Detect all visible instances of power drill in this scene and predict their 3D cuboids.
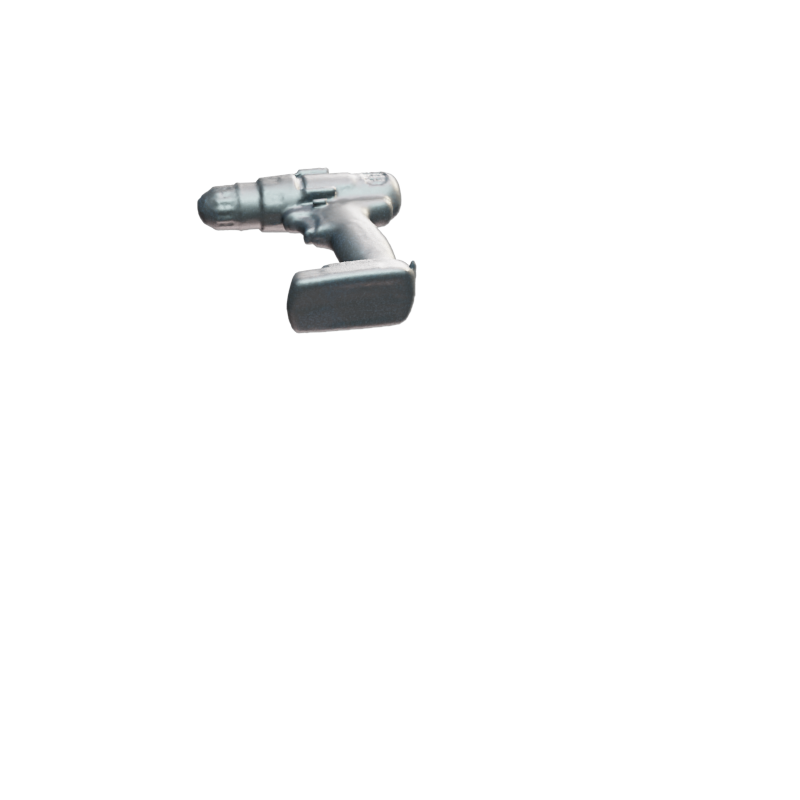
[{"bbox_3d":[-0.074,-0.135,0.944,0.182,0.054,0.203,-8,40,-10],"label":"power drill"}]
